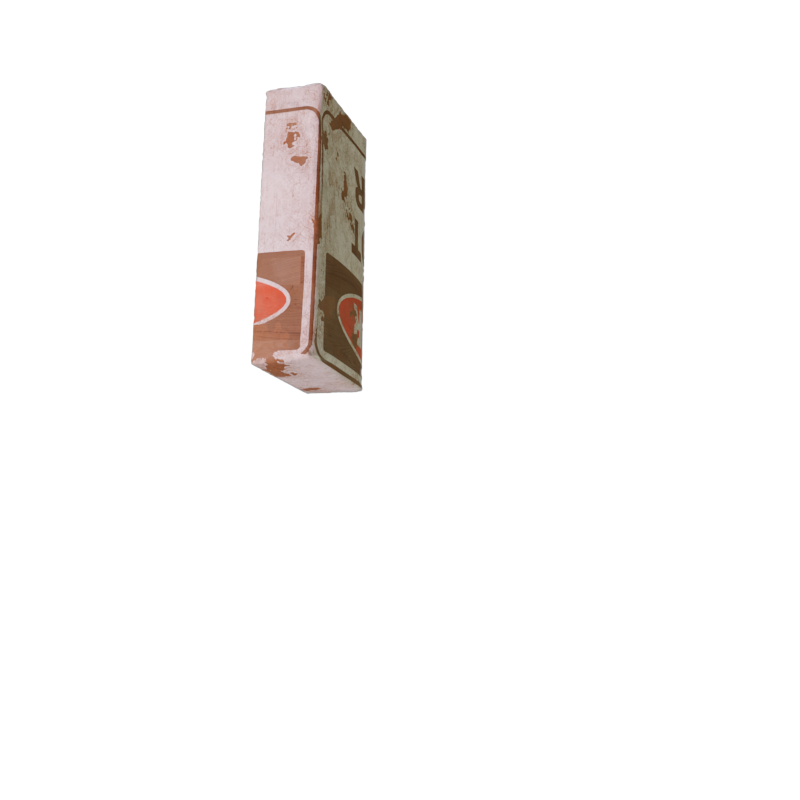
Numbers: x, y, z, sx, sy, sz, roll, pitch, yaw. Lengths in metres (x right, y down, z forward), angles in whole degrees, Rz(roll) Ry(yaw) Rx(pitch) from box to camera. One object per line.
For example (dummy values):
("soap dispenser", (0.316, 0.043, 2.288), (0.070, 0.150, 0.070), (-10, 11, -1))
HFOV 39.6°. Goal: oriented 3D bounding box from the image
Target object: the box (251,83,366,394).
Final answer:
("box", (-0.055, -0.100, 0.699), (0.049, 0.184, 0.088), (-7, -19, 16))
